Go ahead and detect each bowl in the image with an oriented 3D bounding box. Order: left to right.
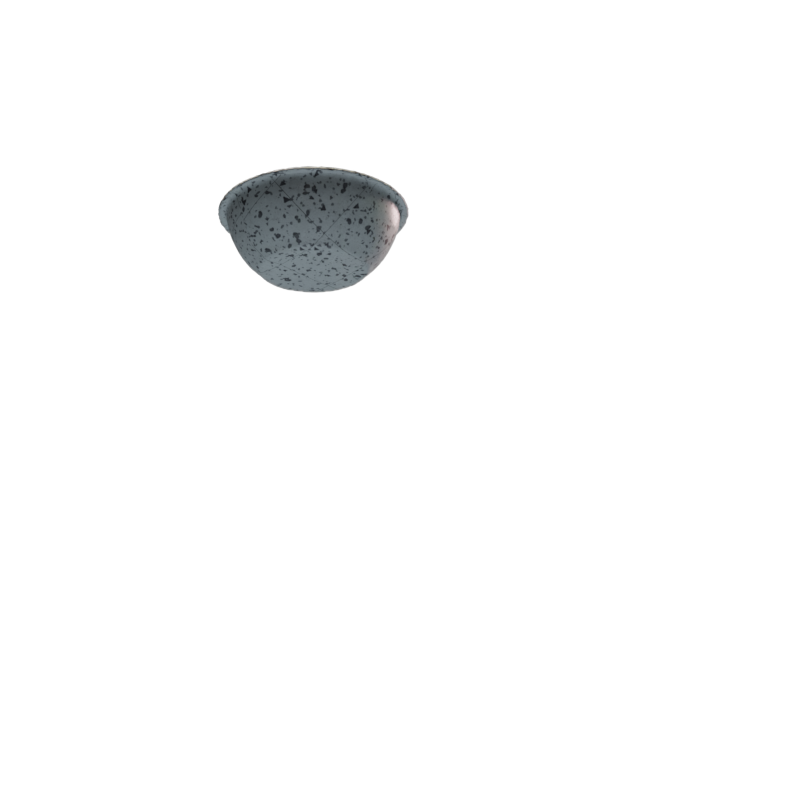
[{"bbox_3d":[-0.073,-0.133,0.932,0.162,0.058,0.154,1,-20,-2],"label":"bowl"}]
